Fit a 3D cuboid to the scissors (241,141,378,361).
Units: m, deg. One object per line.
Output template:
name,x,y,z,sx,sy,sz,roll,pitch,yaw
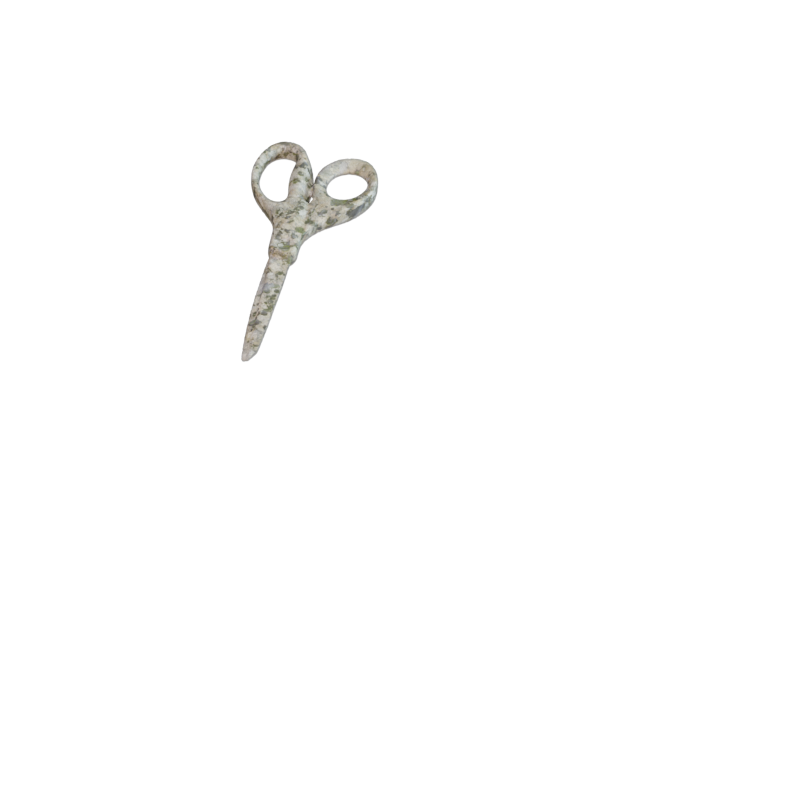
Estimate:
scissors,-0.056,-0.102,0.716,0.096,0.217,0.015,-4,-44,-4
